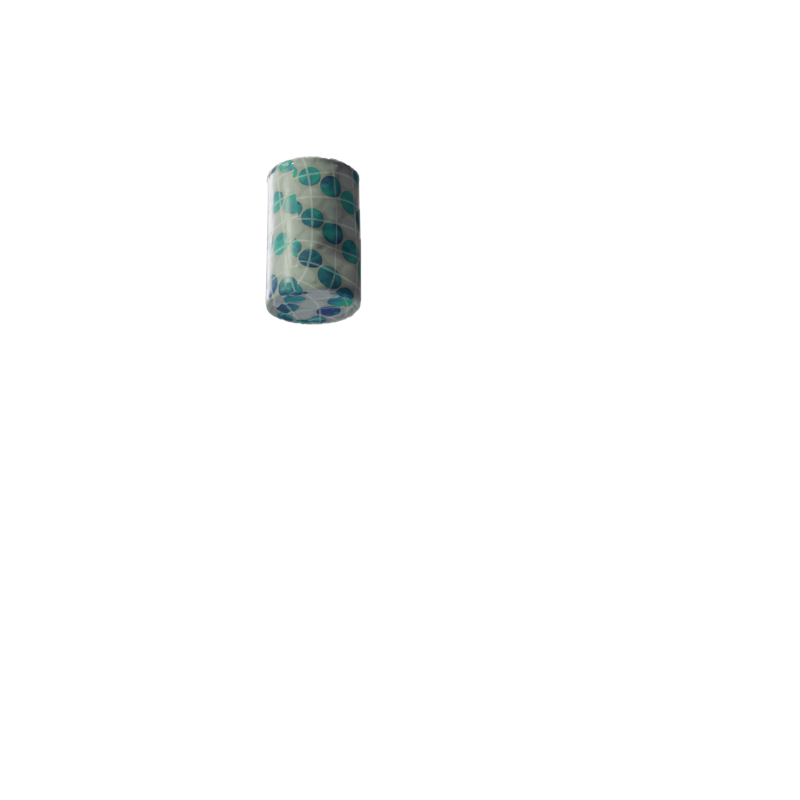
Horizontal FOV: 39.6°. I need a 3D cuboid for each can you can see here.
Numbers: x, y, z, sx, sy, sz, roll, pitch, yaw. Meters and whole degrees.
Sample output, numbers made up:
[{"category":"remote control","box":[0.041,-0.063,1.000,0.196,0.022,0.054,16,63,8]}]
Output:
[{"category":"can","box":[-0.062,-0.113,0.790,0.068,0.108,0.065,0,-22,-2]}]
